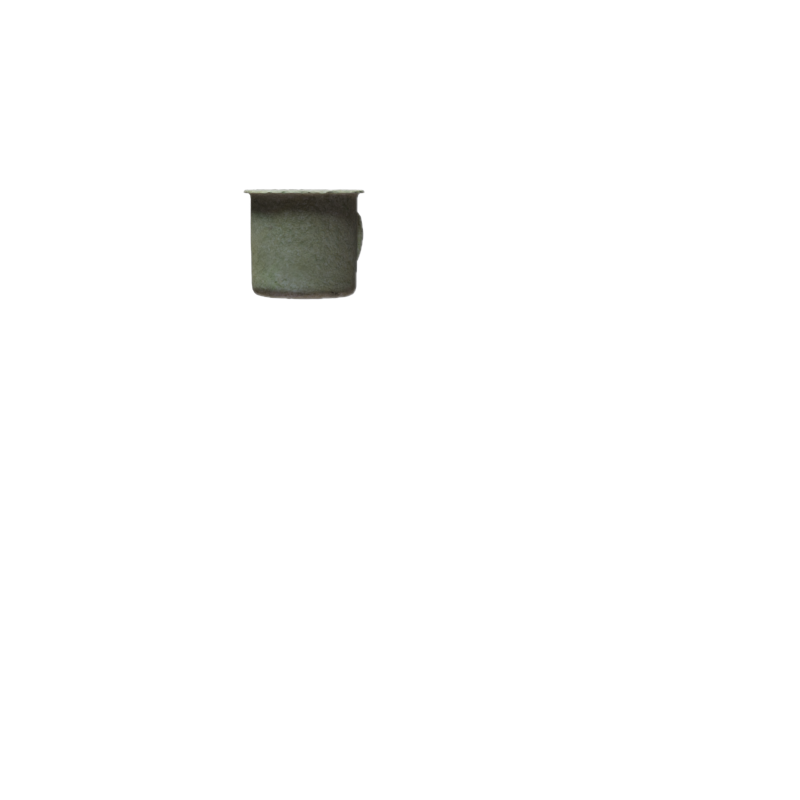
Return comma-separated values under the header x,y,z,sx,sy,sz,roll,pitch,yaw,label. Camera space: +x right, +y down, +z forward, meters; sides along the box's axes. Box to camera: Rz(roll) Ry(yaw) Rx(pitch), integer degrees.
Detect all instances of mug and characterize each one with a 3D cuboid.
x,y,z,sx,sy,sz,roll,pitch,yaw,label
-0.068,-0.123,0.864,0.097,0.080,0.114,5,10,33,mug
